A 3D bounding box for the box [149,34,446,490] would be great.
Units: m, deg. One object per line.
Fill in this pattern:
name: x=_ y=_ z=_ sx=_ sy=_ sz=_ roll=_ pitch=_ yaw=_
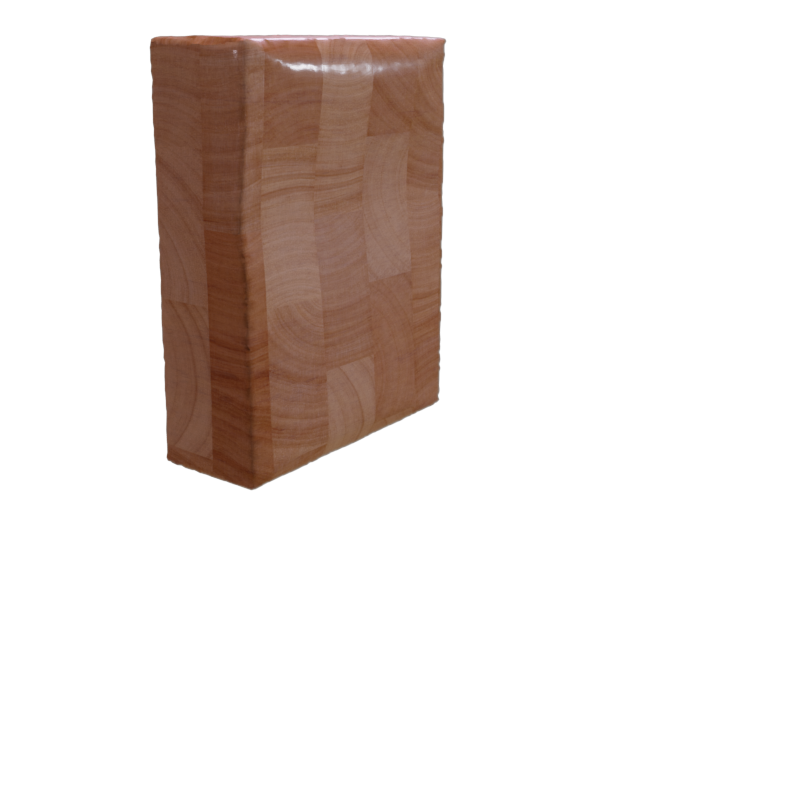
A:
box: x=-0.046 y=-0.083 z=0.583 sx=0.075 sy=0.208 sz=0.161 roll=10 pitch=17 yaw=36
